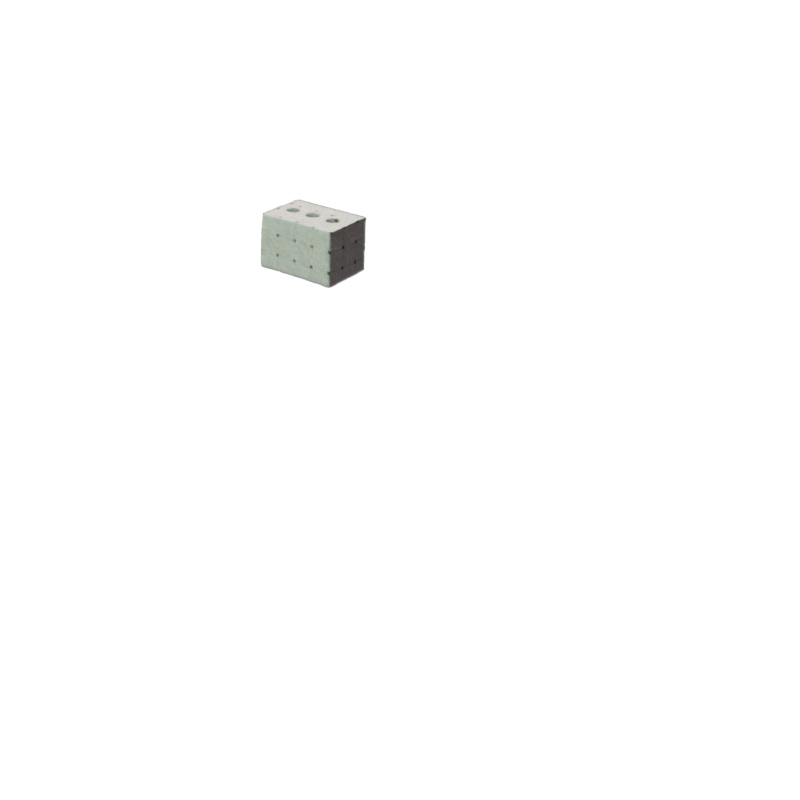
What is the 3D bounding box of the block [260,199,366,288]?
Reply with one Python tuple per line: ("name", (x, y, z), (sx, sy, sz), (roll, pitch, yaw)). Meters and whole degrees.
("block", (-0.075, -0.137, 0.961), (0.082, 0.049, 0.053), (19, 31, 32))
